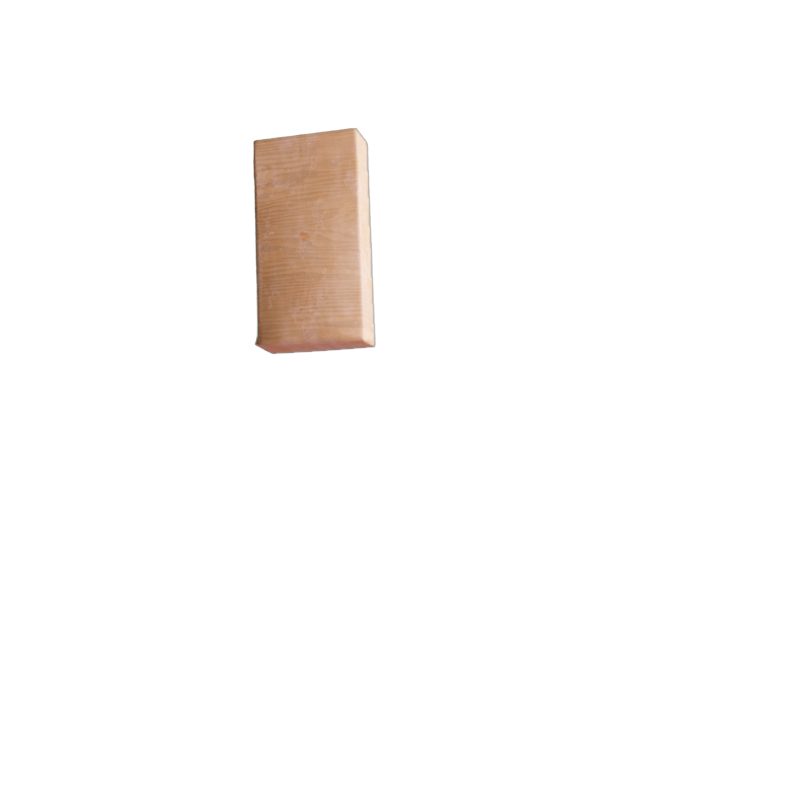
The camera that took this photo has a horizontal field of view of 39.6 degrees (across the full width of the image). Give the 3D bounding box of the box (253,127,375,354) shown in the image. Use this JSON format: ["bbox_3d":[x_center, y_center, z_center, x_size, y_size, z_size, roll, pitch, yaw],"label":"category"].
[{"bbox_3d":[-0.071,-0.130,0.909,0.095,0.183,0.045,-5,-15,15],"label":"box"}]
